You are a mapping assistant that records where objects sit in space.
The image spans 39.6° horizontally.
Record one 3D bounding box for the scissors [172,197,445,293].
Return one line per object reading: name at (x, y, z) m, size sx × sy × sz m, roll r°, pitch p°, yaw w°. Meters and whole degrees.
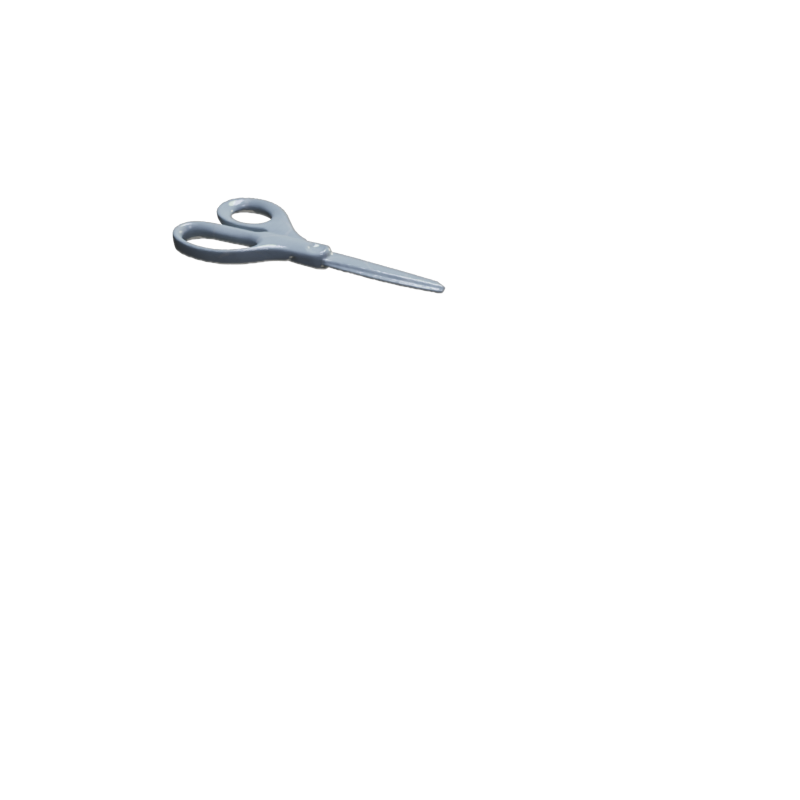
scissors at (-0.063, -0.114, 0.799) m, size 0.205 × 0.015 × 0.101 m, roll 7°, pitch 36°, yaw 11°
